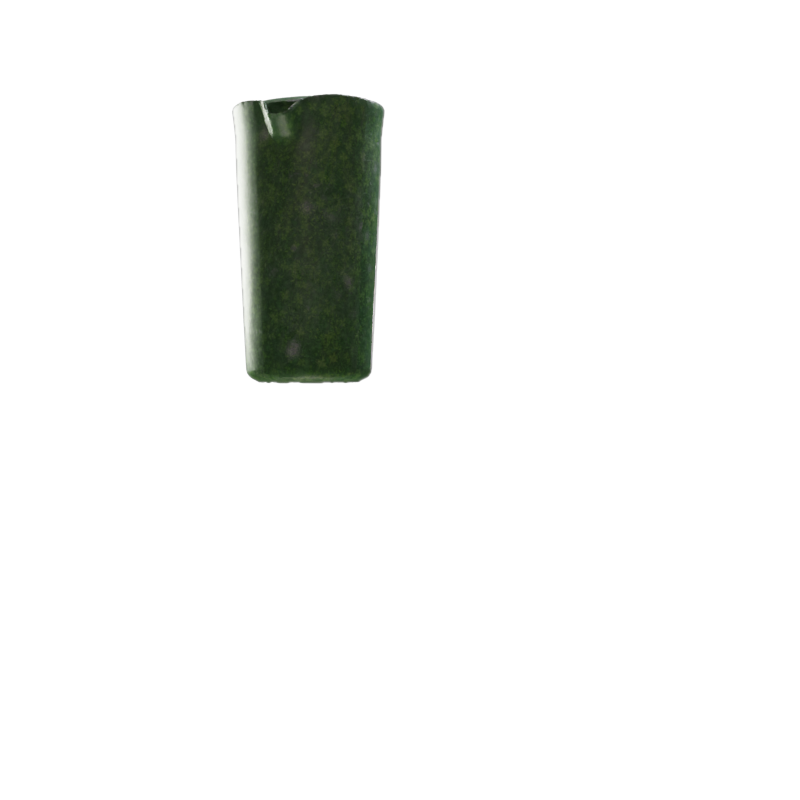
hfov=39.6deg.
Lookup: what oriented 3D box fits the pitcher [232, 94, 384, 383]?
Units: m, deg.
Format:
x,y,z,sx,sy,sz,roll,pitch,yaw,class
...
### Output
x,y,z,sx,sy,sz,roll,pitch,yaw,class
-0.076,-0.138,0.970,0.144,0.246,0.149,2,-4,-30,pitcher
